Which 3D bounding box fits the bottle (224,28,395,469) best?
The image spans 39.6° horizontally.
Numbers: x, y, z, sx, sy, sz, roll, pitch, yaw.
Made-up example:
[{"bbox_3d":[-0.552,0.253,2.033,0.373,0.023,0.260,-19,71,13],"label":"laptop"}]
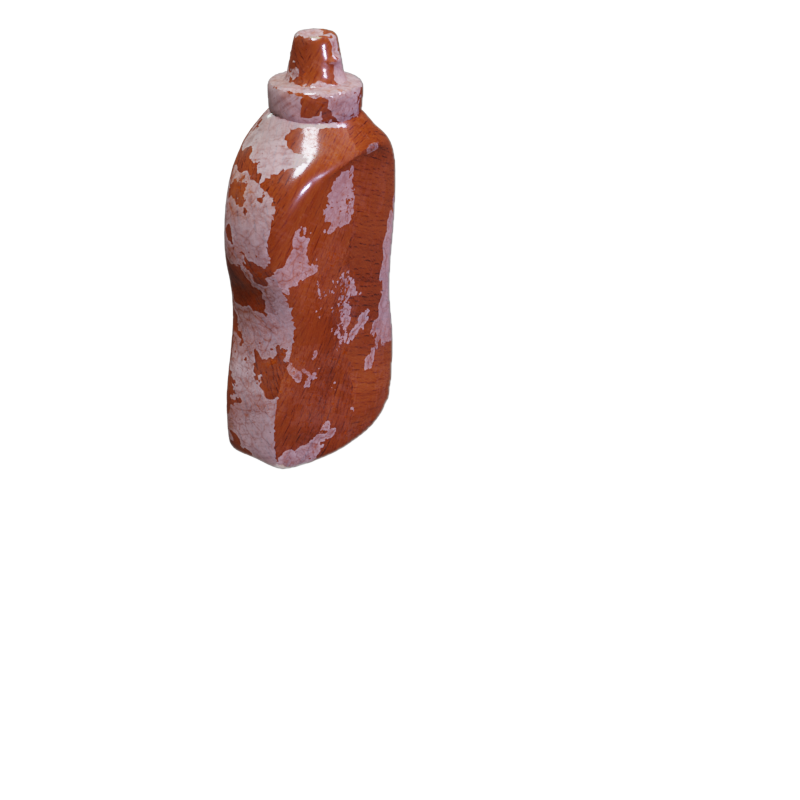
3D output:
[{"bbox_3d":[-0.039,-0.072,0.502,0.062,0.182,0.096,19,31,31],"label":"bottle"}]
